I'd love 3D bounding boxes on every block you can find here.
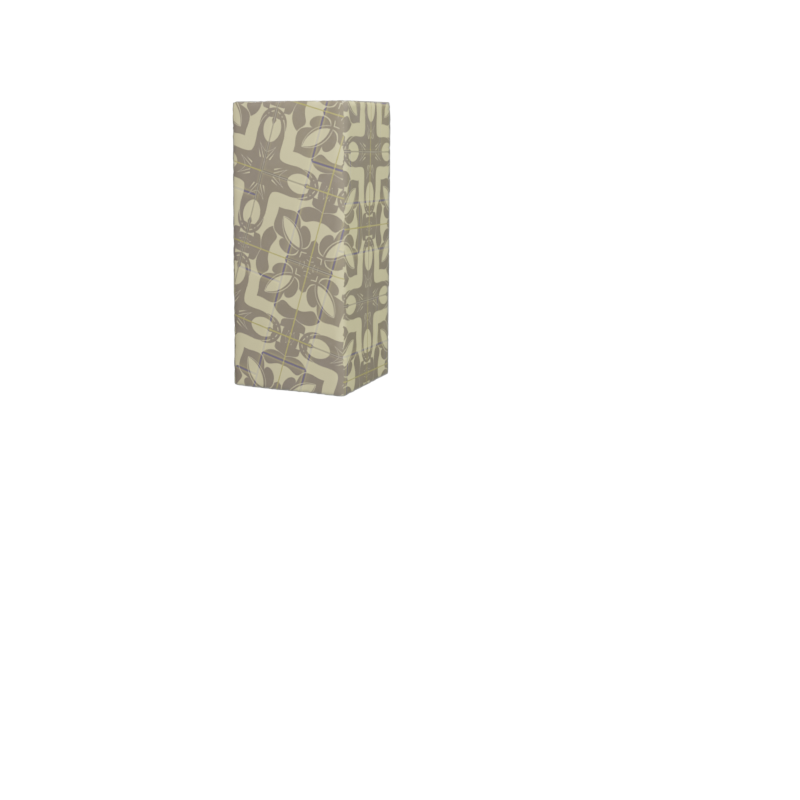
[{"bbox_3d":[-0.064,-0.117,0.818,0.093,0.203,0.089,4,8,23],"label":"block"}]
